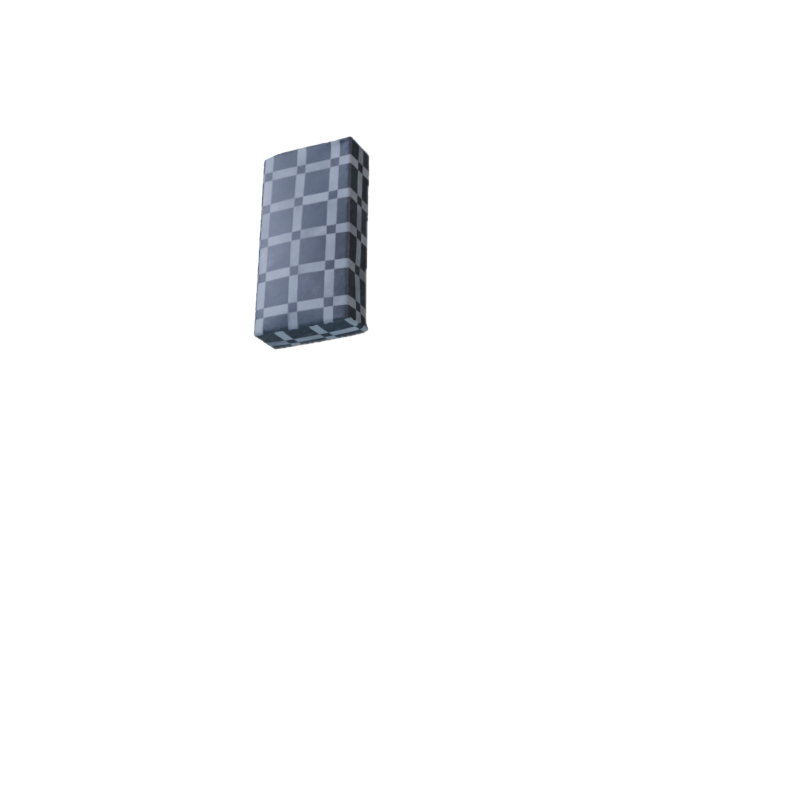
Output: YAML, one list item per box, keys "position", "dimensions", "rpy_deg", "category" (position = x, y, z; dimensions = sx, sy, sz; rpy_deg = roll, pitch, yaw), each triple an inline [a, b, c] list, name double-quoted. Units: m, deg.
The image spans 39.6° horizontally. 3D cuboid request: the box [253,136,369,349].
- position: [-0.076, -0.139, 0.971]
  dimensions: [0.095, 0.186, 0.045]
  rpy_deg: [-12, -25, 23]
  category: "box"
